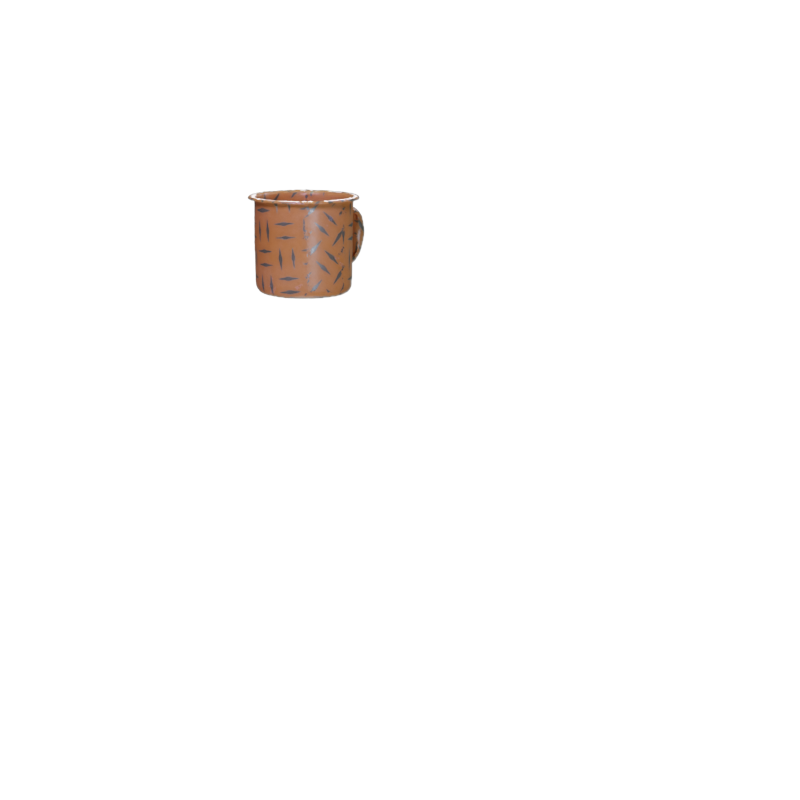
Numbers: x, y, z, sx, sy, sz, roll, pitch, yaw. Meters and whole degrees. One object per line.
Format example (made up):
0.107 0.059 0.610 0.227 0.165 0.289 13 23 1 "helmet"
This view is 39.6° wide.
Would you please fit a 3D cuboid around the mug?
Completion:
-0.074 -0.134 0.941 0.098 0.079 0.115 11 18 38 "mug"
